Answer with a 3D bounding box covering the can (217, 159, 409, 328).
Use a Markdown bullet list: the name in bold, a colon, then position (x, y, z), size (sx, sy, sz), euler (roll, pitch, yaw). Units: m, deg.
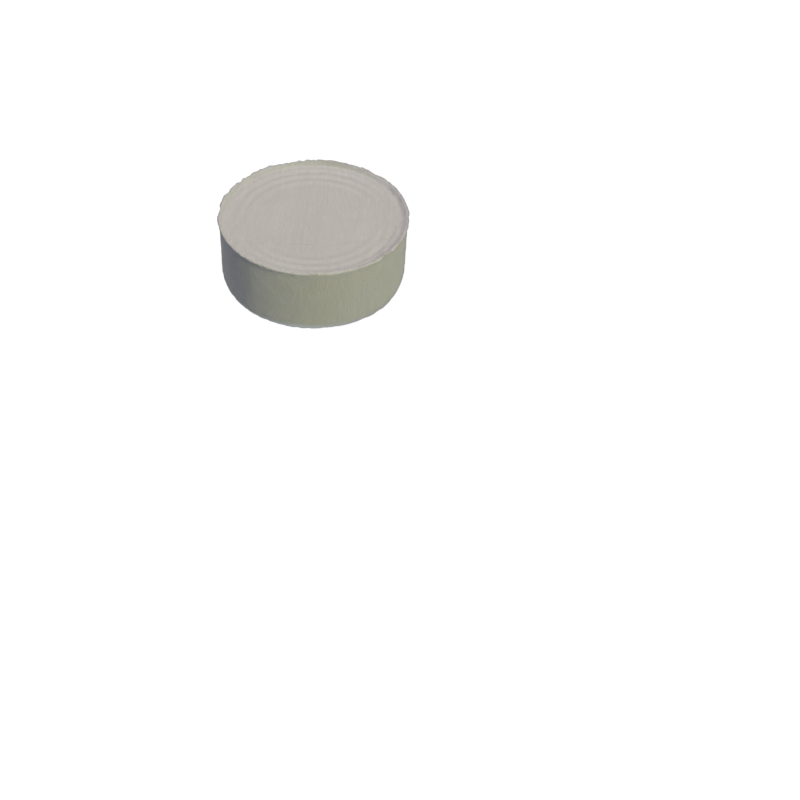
- **can**: position (-0.040, -0.072, 0.505), size (0.086, 0.031, 0.092), euler (-1, 43, -2)
